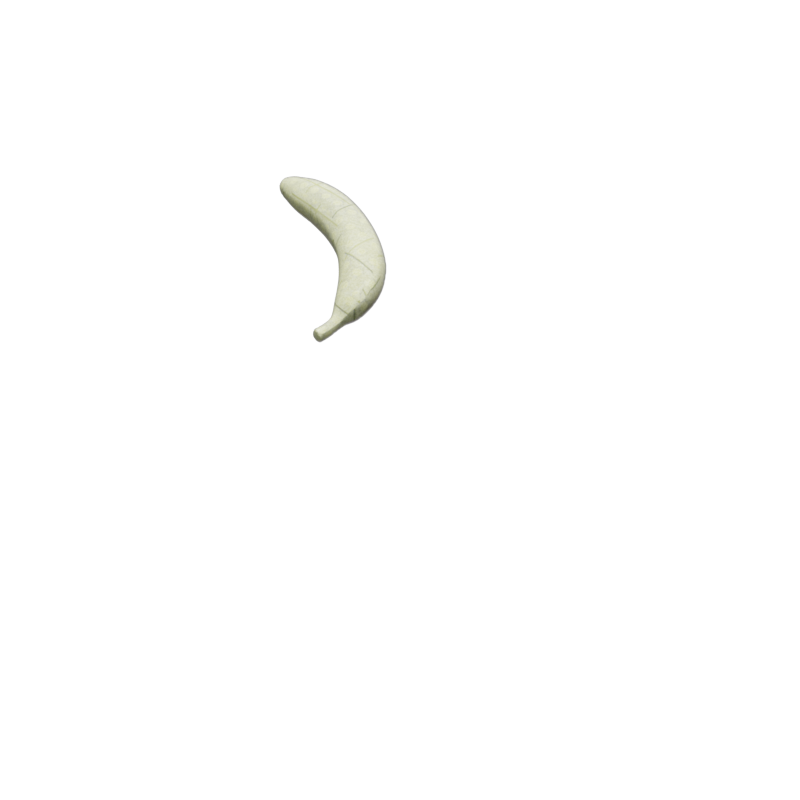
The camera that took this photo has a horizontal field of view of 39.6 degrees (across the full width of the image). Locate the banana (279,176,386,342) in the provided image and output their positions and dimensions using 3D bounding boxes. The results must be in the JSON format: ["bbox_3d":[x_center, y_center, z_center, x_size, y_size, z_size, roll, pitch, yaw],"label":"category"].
[{"bbox_3d":[-0.052,-0.128,0.902,0.069,0.034,0.214,-7,43,-9],"label":"banana"}]
